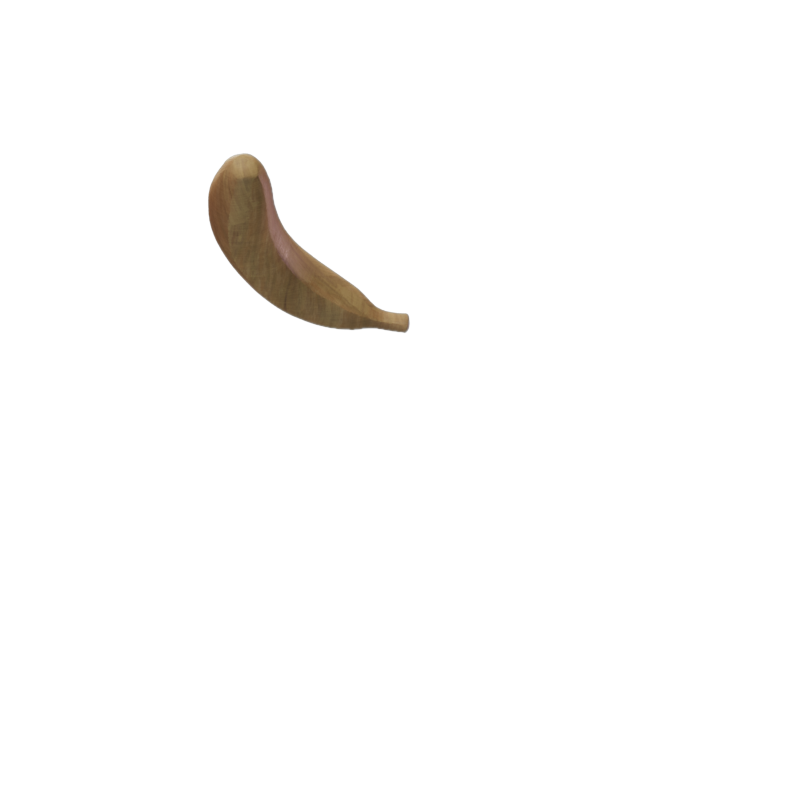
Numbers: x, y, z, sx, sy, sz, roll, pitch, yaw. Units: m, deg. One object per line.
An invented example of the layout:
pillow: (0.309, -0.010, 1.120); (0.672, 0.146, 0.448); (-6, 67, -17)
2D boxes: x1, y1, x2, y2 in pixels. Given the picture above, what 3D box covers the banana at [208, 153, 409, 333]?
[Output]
banana: (-0.064, -0.084, 0.632); (0.071, 0.039, 0.184); (-12, -26, 24)
